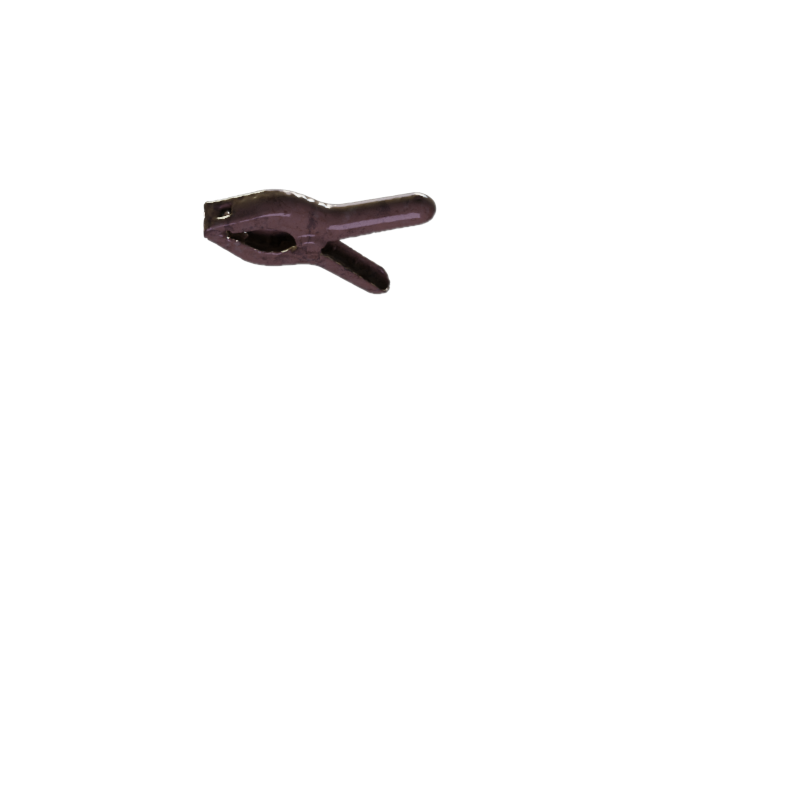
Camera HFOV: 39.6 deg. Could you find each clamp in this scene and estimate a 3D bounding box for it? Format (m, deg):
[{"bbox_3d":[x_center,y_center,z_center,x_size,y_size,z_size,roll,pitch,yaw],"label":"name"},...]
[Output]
[{"bbox_3d":[-0.067,-0.122,0.854,0.170,0.042,0.113,4,-37,-6],"label":"clamp"}]
